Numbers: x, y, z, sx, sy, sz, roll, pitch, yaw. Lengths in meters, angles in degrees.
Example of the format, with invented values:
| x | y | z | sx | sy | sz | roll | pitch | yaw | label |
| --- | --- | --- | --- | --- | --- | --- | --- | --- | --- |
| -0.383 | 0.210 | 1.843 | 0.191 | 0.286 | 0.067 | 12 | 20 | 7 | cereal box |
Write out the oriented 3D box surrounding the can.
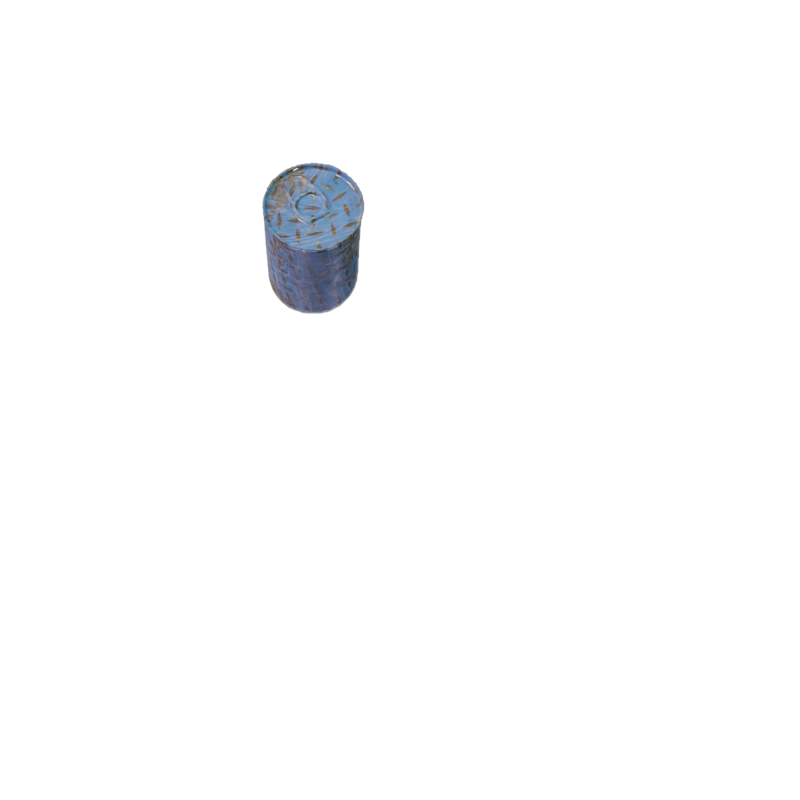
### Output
| x | y | z | sx | sy | sz | roll | pitch | yaw | label |
| --- | --- | --- | --- | --- | --- | --- | --- | --- | --- |
| -0.061 | -0.112 | 0.781 | 0.068 | 0.073 | 0.097 | 0 | -24 | -3 | can |
